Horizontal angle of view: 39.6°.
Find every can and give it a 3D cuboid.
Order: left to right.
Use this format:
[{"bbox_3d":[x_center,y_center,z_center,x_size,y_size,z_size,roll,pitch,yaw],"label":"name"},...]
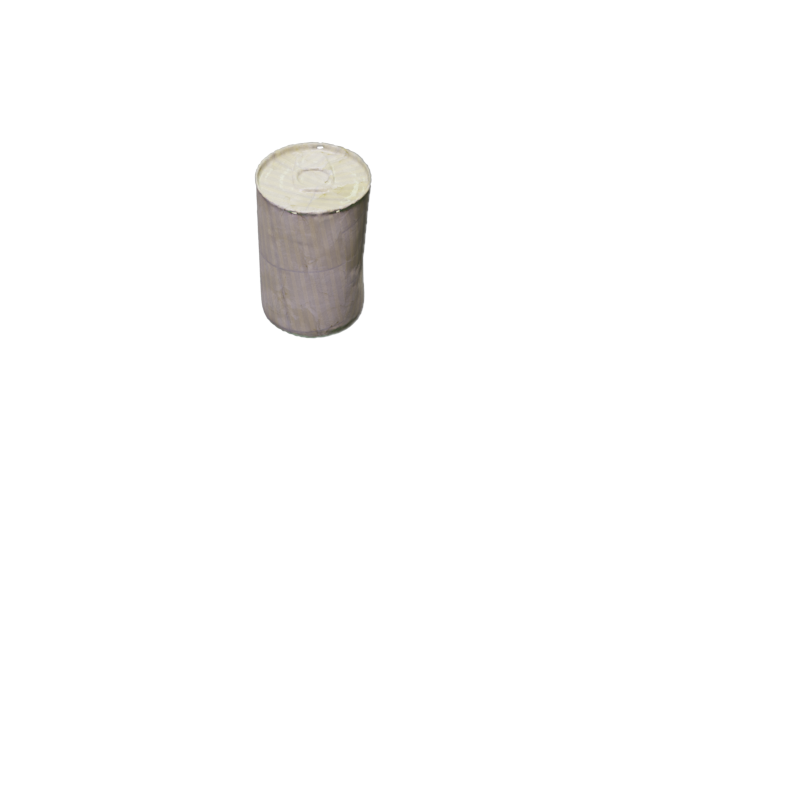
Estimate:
[{"bbox_3d":[-0.053,-0.096,0.675,0.068,0.095,0.074,0,44,-3],"label":"can"}]
